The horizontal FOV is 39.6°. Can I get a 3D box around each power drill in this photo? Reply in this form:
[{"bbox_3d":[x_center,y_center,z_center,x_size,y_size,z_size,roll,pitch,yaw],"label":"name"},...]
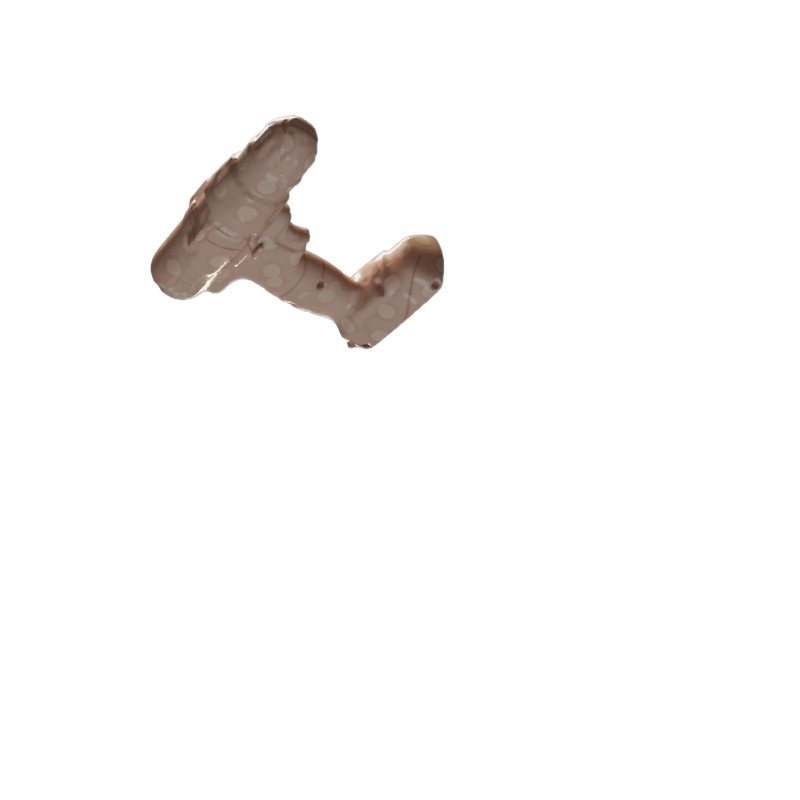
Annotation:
[{"bbox_3d":[-0.063,-0.114,0.801,0.178,0.061,0.181,23,-42,-28],"label":"power drill"}]
